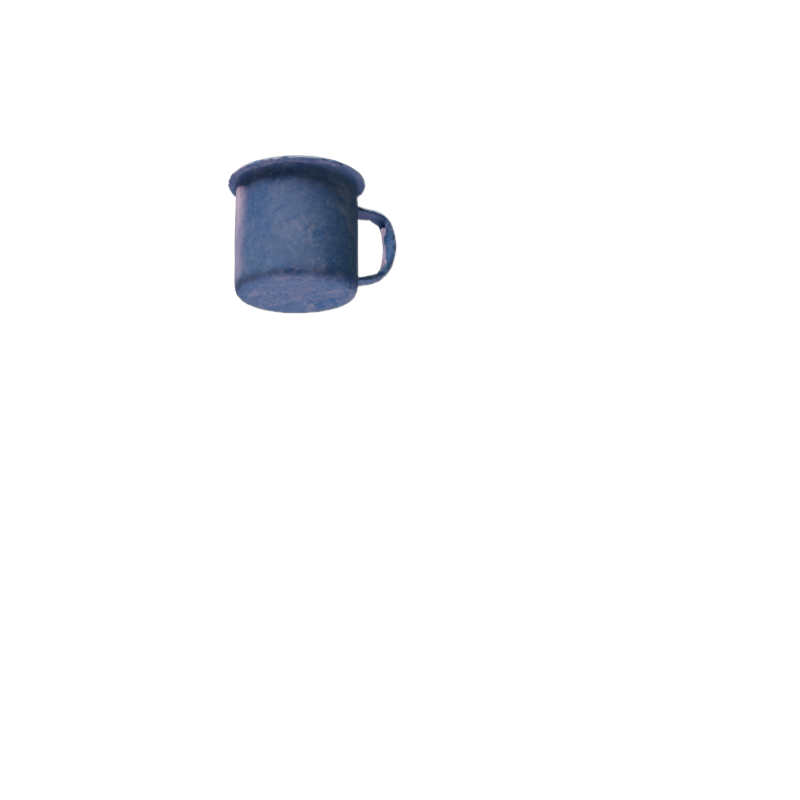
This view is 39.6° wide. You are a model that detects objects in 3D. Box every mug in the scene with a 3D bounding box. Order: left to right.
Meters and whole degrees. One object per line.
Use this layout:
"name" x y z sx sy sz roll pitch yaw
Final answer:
"mug" -0.058 -0.106 0.742 0.113 0.085 0.092 6 -18 -22
